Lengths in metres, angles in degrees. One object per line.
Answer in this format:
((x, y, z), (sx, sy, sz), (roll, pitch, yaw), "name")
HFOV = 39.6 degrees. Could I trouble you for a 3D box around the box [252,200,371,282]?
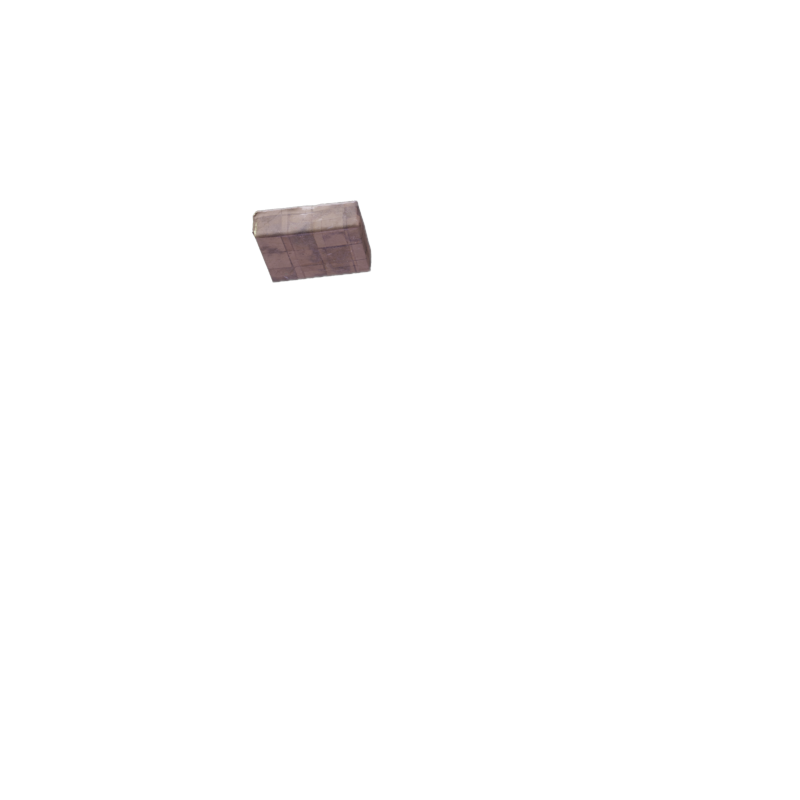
((-0.073, -0.133, 0.930), (0.090, 0.032, 0.068), (-4, -28, 8), "box")
